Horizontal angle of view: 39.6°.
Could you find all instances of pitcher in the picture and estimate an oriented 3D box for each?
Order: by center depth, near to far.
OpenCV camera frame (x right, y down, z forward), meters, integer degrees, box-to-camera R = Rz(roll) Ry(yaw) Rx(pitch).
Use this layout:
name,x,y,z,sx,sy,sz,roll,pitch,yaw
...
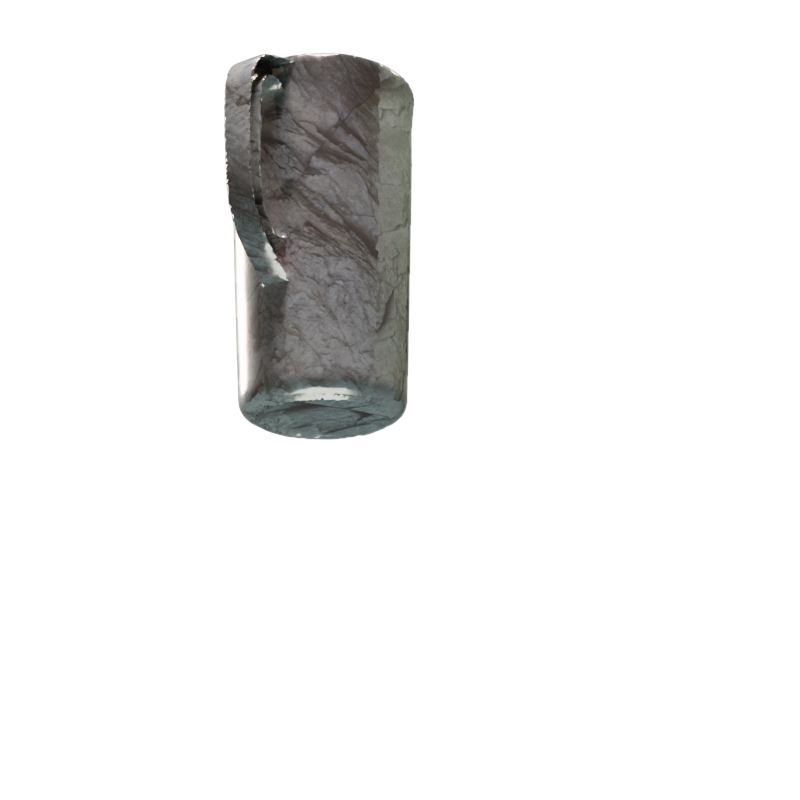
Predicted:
name,x,y,z,sx,sy,sz,roll,pitch,yaw
pitcher,-0.058,-0.107,0.747,0.146,0.257,0.141,6,-24,-16
